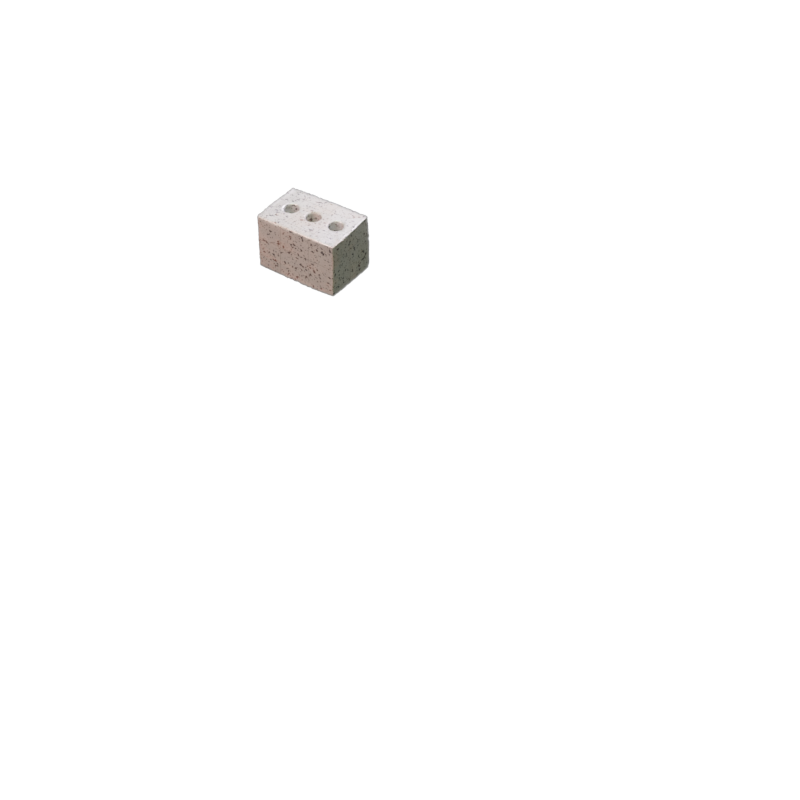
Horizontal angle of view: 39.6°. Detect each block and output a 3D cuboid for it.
[{"bbox_3d":[-0.071,-0.130,0.908,0.082,0.048,0.054,24,45,25],"label":"block"}]
